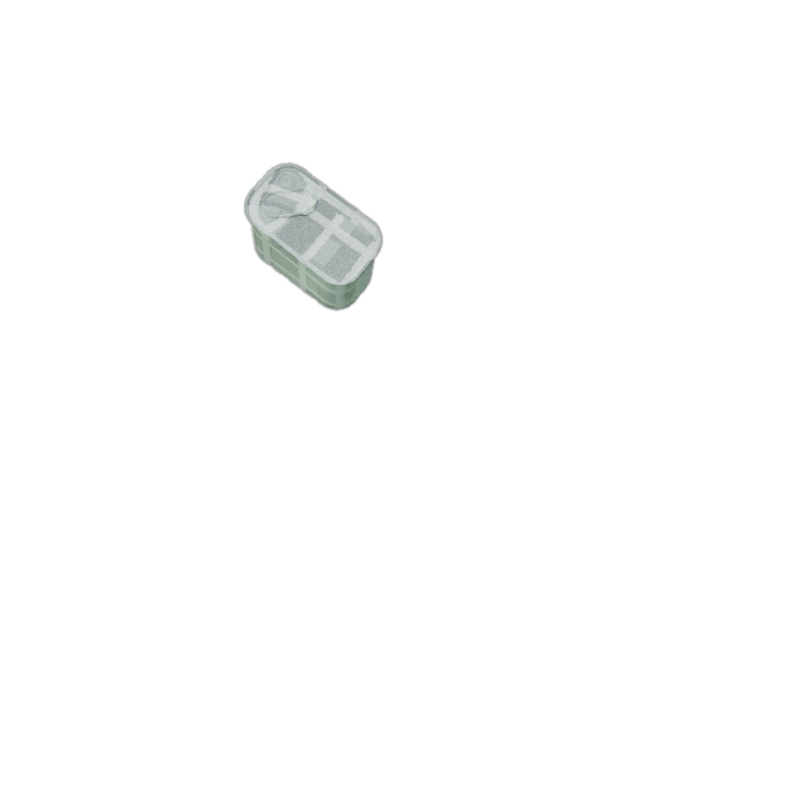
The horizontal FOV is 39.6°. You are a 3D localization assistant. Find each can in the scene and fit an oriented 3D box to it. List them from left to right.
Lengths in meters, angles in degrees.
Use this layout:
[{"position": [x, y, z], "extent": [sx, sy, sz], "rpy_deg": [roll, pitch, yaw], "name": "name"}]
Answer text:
[{"position": [-0.066, -0.120, 0.839], "extent": [0.105, 0.058, 0.081], "rpy_deg": [38, -13, 9], "name": "can"}]
